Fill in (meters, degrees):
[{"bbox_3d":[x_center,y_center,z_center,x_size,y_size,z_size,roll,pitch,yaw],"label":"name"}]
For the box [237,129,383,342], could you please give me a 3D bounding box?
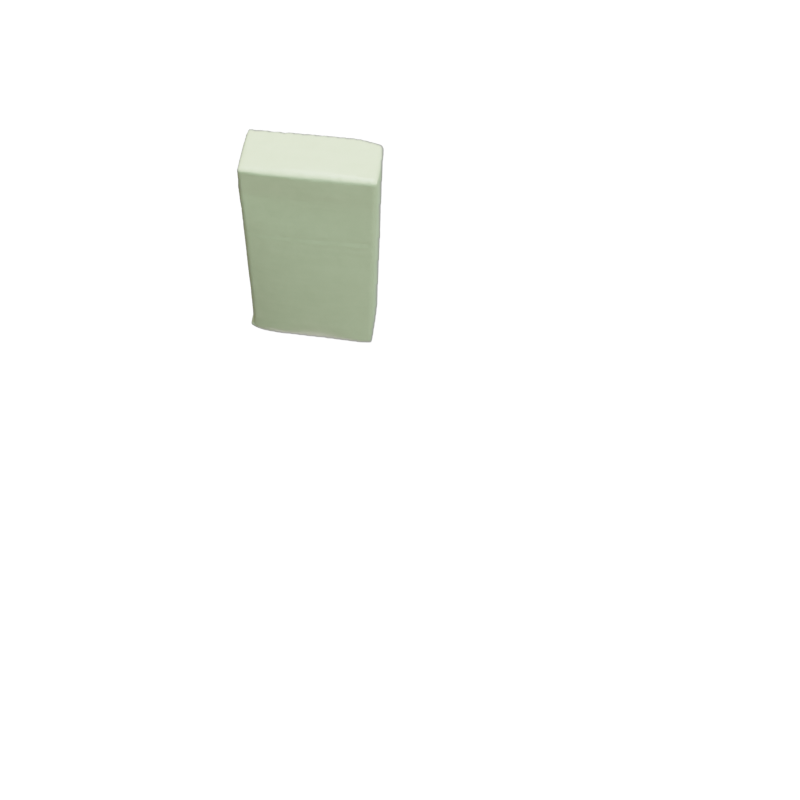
[{"bbox_3d":[-0.061,-0.111,0.777,0.094,0.051,0.164,8,-37,3],"label":"box"}]
